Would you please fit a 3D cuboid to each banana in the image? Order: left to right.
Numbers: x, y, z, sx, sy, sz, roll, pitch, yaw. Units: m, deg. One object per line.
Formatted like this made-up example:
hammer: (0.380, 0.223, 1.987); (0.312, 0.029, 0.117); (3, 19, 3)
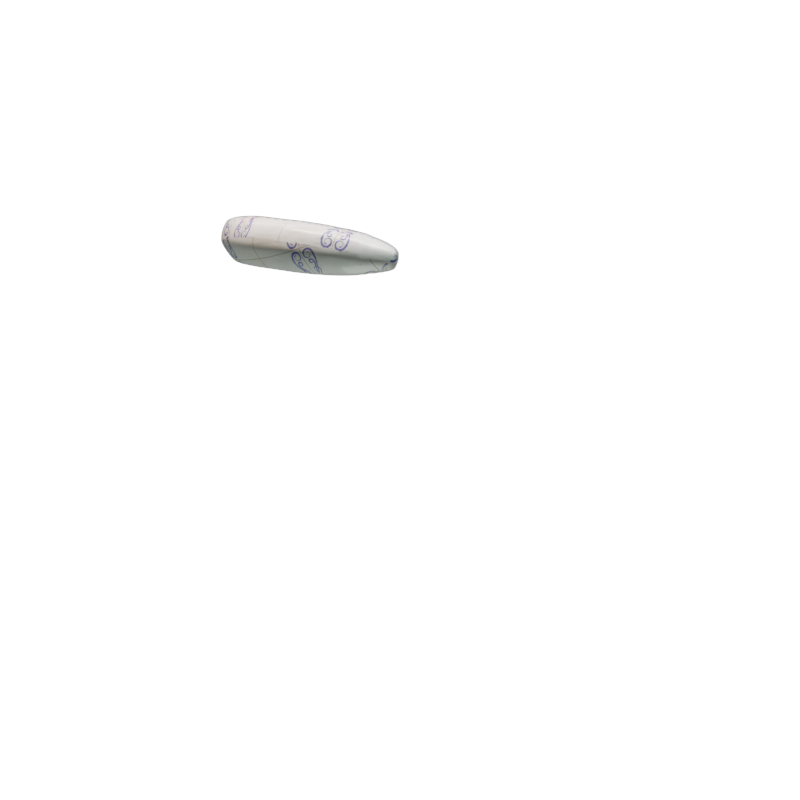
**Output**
banana: (-0.081, -0.115, 0.809); (0.067, 0.036, 0.208); (-7, 14, -32)
